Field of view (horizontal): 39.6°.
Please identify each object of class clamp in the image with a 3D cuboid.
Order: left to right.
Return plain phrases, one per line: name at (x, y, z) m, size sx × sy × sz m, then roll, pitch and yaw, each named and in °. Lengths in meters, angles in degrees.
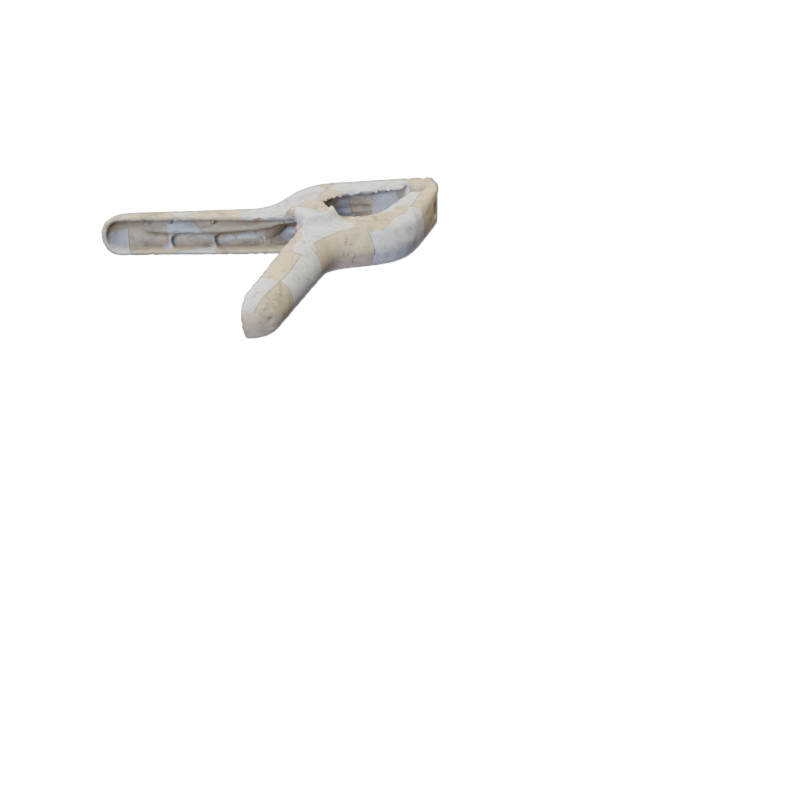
clamp at (-0.052, -0.094, 0.661) m, size 0.206 × 0.034 × 0.177 m, roll -17°, pitch 33°, yaw -28°
